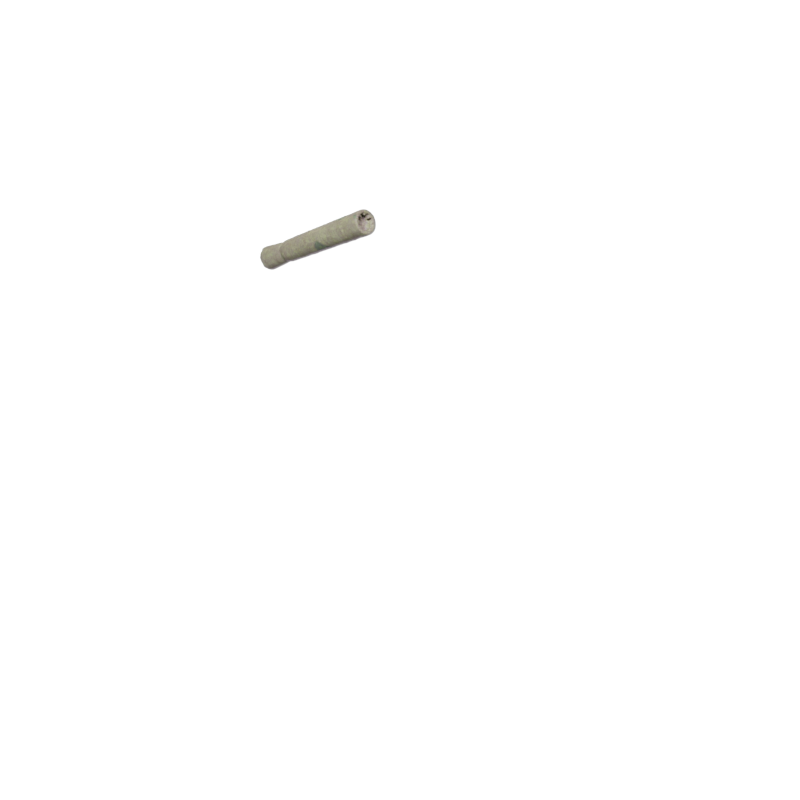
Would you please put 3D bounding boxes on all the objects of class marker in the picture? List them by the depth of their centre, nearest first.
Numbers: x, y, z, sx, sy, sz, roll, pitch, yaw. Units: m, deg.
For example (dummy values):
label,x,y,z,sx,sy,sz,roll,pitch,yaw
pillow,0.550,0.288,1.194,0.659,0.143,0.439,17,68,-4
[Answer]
label,x,y,z,sx,sy,sz,roll,pitch,yaw
marker,-0.064,-0.117,0.820,0.019,0.020,0.123,-3,-5,-42
